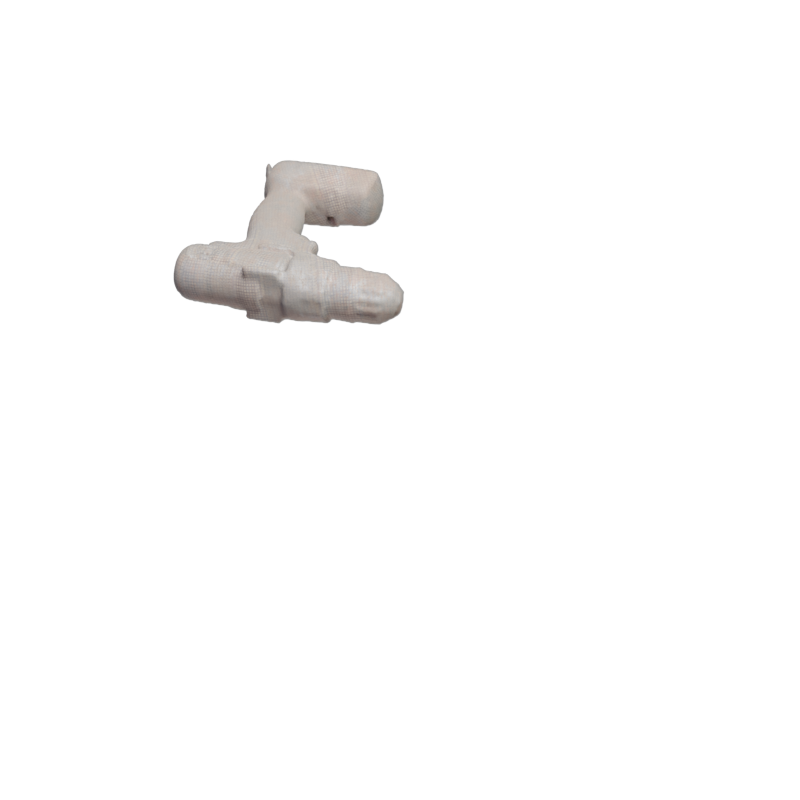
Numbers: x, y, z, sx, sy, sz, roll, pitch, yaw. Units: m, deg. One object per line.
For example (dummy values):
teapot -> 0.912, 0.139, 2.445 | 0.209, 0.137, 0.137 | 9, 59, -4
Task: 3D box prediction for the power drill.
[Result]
power drill -> -0.072, -0.131, 0.916 | 0.189, 0.054, 0.196 | 9, 36, 13
